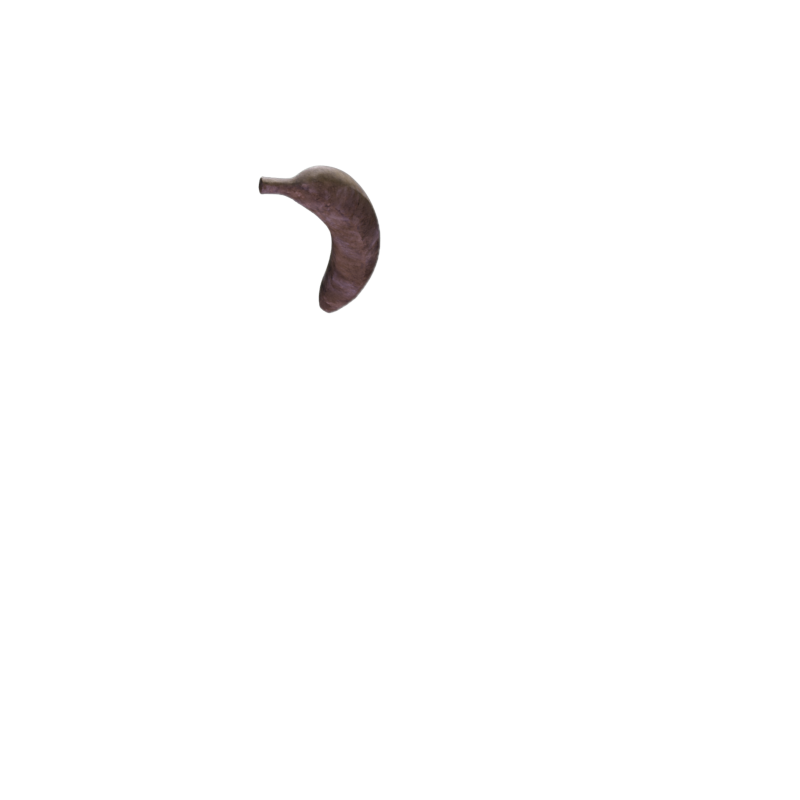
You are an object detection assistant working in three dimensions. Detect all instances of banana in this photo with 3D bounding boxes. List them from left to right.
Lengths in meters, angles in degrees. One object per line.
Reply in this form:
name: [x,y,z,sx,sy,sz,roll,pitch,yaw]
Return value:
banana: [-0.049,-0.124,0.838,0.070,0.039,0.184,-6,-27,10]
